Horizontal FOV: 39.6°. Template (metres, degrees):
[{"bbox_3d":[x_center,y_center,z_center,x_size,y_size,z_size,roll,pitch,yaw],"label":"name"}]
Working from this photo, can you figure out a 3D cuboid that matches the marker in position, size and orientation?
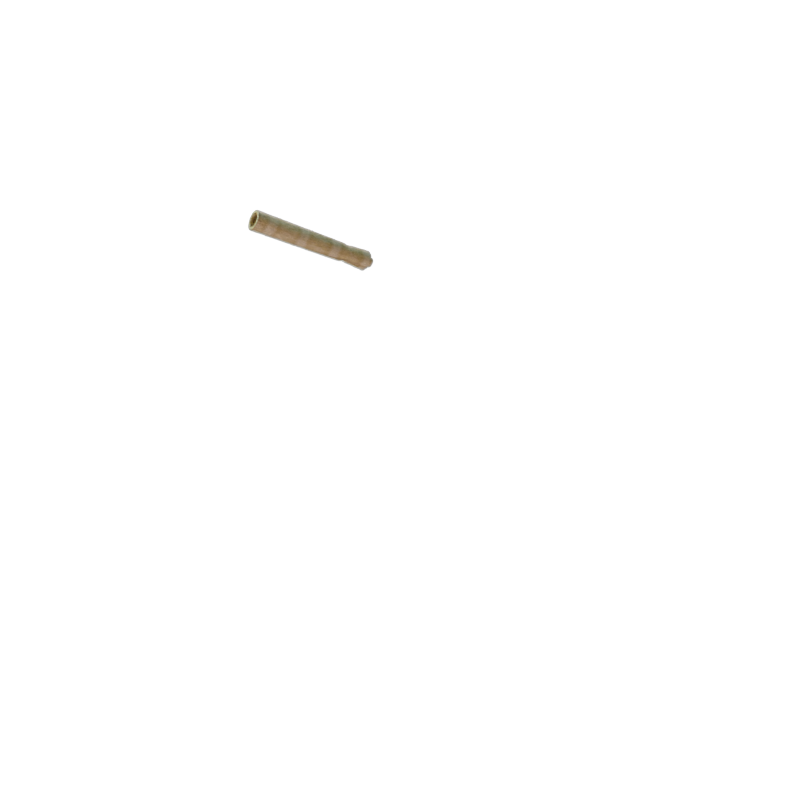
[{"bbox_3d":[-0.076,-0.139,0.975,0.115,0.020,0.020,17,-4,-26],"label":"marker"}]
